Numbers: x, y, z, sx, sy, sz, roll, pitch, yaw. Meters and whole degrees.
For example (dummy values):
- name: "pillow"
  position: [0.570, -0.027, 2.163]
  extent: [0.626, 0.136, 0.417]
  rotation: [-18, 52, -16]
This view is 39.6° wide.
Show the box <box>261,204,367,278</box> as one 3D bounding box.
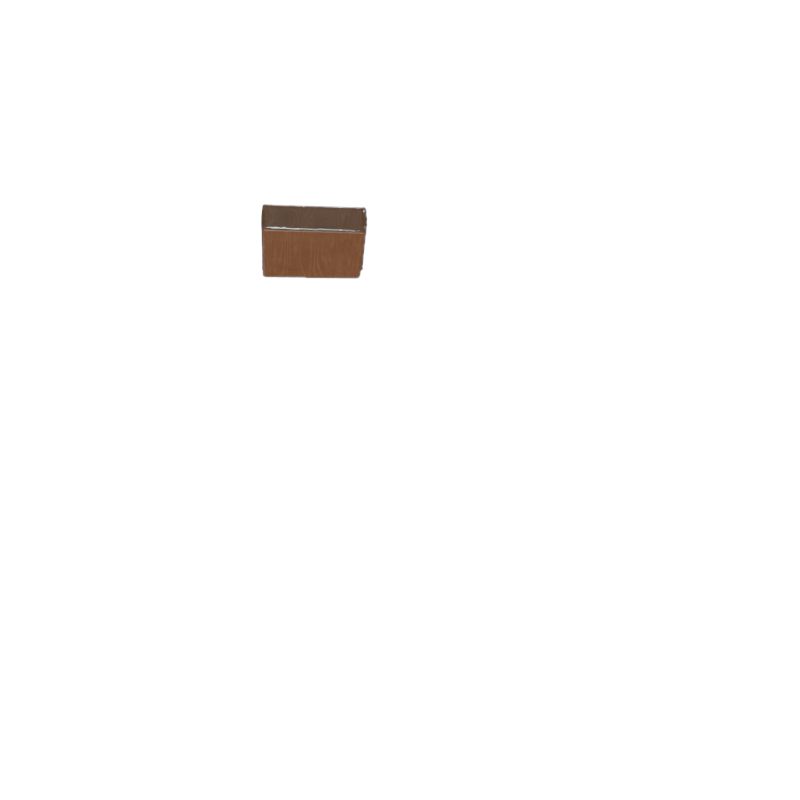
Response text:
- name: "box"
  position: [-0.075, -0.137, 0.957]
  extent: [0.089, 0.032, 0.069]
  rotation: [1, -29, -3]
